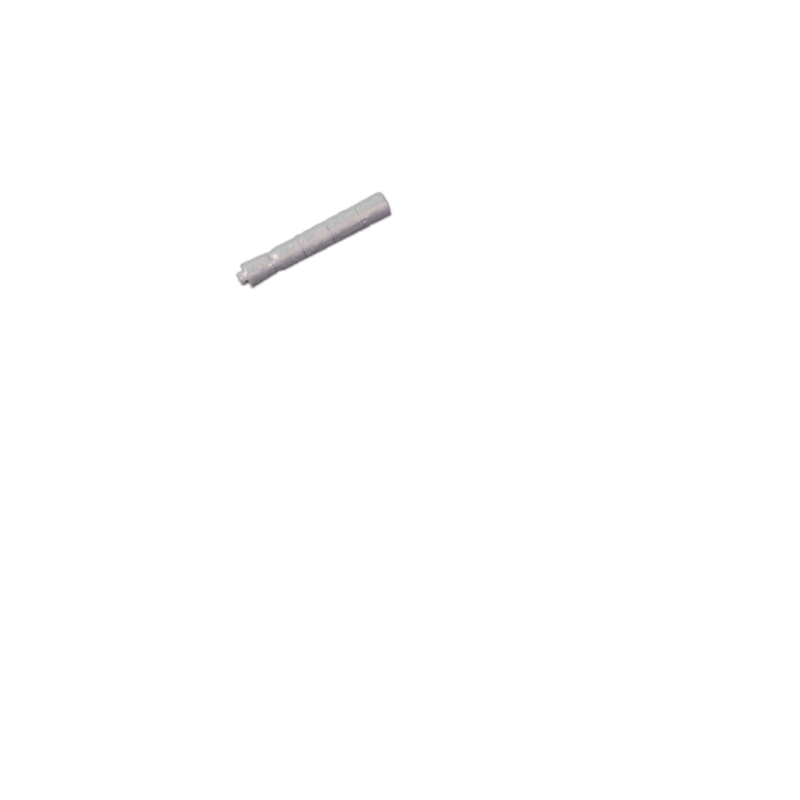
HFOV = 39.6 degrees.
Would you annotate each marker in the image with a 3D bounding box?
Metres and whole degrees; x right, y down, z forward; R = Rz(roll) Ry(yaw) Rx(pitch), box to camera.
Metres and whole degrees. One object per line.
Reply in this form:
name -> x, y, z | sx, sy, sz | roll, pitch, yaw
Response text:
marker -> -0.063, -0.115, 0.809 | 0.121, 0.019, 0.020 | -29, 8, -6
